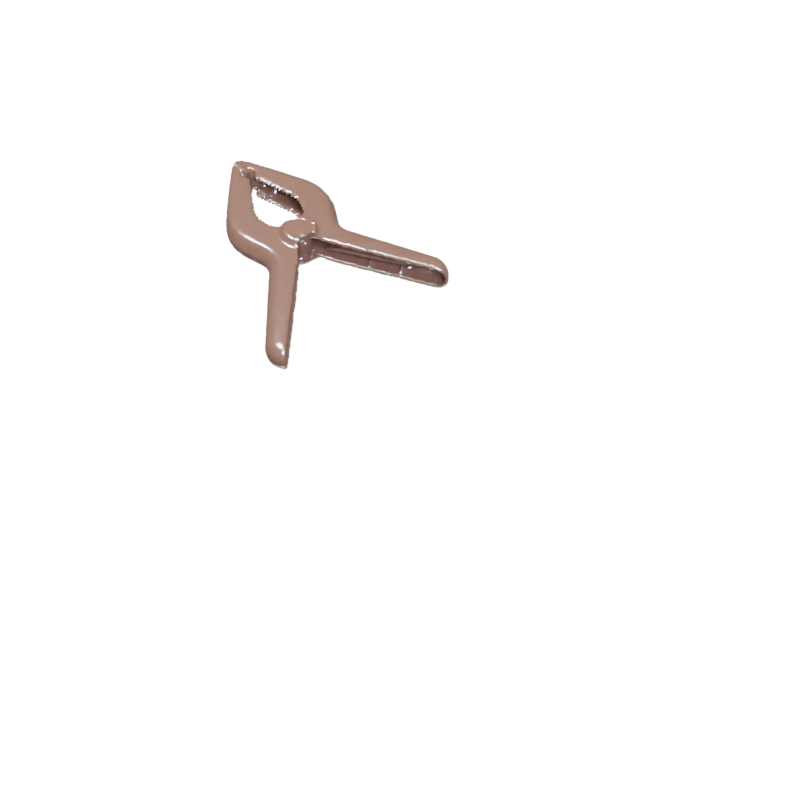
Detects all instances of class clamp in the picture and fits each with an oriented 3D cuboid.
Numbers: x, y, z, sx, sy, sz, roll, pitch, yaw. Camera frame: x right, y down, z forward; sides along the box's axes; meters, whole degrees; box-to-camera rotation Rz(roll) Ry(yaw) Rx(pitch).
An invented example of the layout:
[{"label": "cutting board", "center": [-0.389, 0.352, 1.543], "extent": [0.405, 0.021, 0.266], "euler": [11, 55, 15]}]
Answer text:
[{"label": "clamp", "center": [-0.072, -0.131, 0.917], "extent": [0.163, 0.227, 0.034], "euler": [-21, -37, -17]}]
